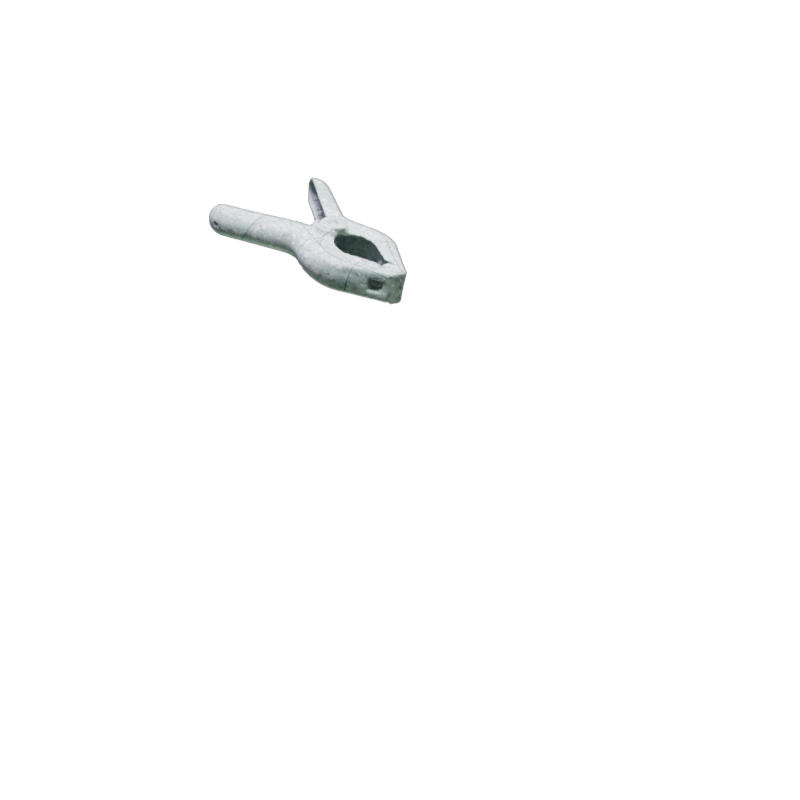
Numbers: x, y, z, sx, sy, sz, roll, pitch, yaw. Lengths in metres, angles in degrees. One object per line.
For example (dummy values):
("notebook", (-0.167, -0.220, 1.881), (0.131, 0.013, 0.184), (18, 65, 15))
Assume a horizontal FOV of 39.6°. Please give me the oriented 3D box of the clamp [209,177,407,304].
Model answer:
("clamp", (-0.069, -0.125, 0.876), (0.119, 0.037, 0.185), (-21, 41, -27))
